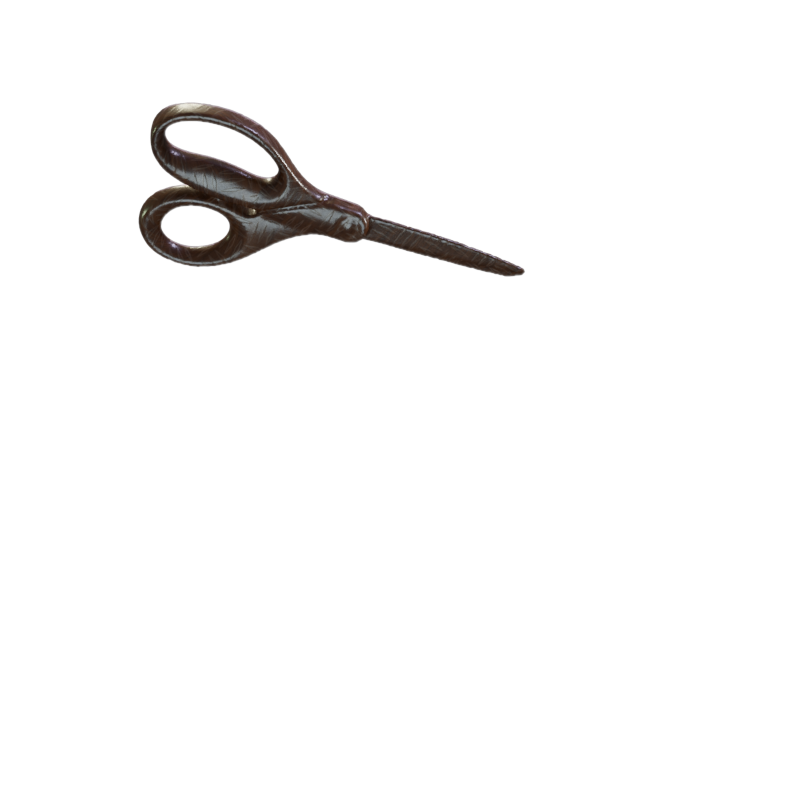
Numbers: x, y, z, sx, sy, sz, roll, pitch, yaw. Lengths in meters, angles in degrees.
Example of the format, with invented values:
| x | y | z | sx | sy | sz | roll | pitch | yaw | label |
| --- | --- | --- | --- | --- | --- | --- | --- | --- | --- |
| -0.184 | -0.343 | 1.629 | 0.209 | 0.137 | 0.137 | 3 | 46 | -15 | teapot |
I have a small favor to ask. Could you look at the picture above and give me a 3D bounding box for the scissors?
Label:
| x | y | z | sx | sy | sz | roll | pitch | yaw | label |
| --- | --- | --- | --- | --- | --- | --- | --- | --- | --- |
| -0.044 | -0.080 | 0.561 | 0.193 | 0.094 | 0.017 | 29 | 32 | -20 | scissors |
